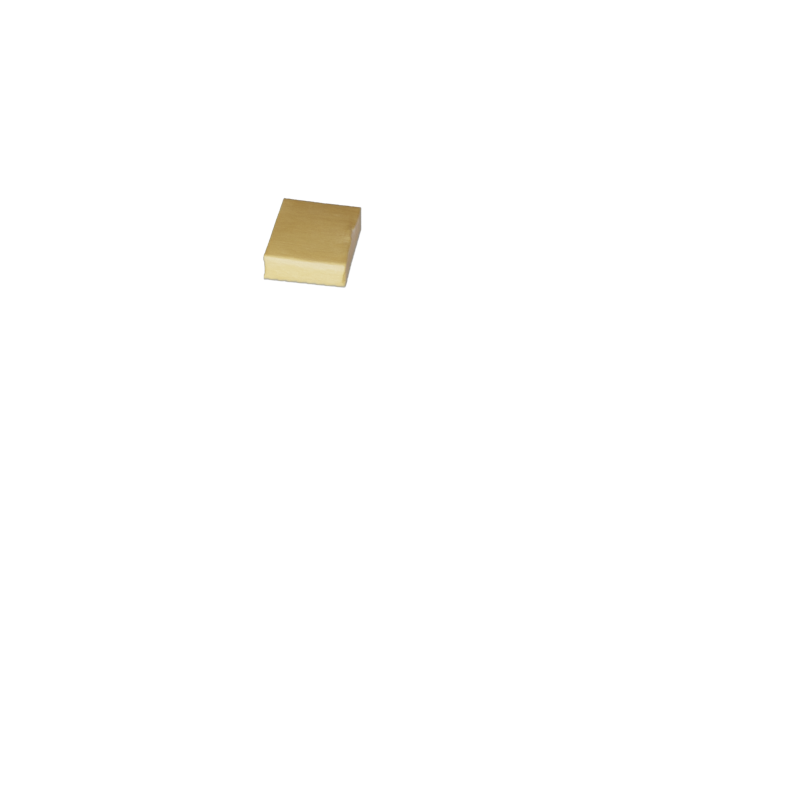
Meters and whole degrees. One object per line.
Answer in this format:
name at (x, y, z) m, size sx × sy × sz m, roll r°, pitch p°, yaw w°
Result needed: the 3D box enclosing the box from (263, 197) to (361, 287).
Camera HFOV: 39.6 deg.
box at (-0.077, -0.140, 0.980) m, size 0.074 × 0.028 × 0.095 m, roll 6°, pitch 43°, yaw 6°
